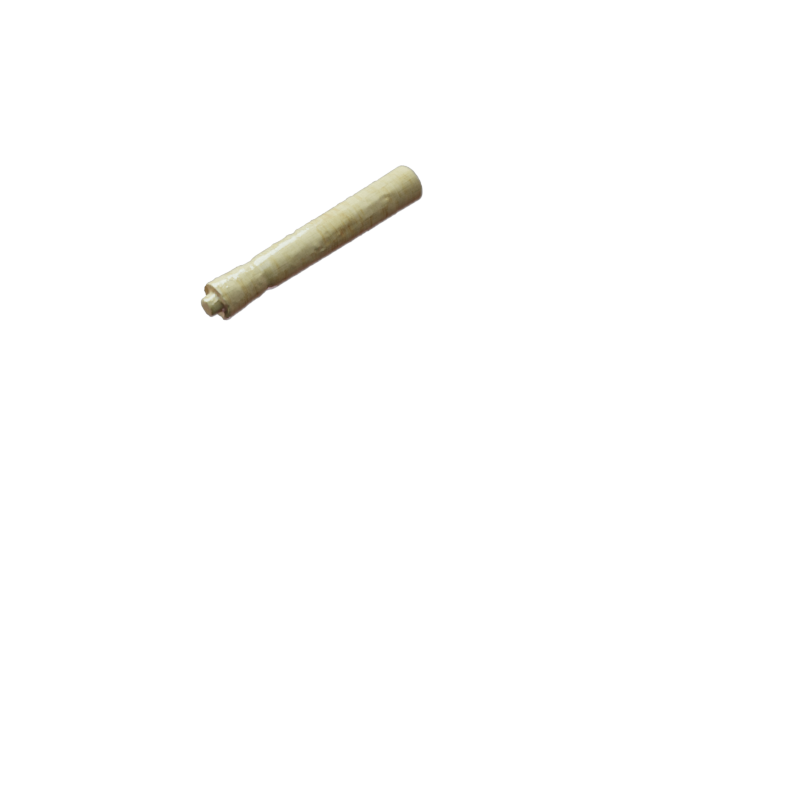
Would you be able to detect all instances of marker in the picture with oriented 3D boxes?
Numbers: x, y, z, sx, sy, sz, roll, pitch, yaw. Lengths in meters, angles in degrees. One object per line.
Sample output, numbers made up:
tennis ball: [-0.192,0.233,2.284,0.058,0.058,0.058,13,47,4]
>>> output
marker: [-0.040,-0.072,0.505,0.121,0.019,0.020,-36,21,-25]
